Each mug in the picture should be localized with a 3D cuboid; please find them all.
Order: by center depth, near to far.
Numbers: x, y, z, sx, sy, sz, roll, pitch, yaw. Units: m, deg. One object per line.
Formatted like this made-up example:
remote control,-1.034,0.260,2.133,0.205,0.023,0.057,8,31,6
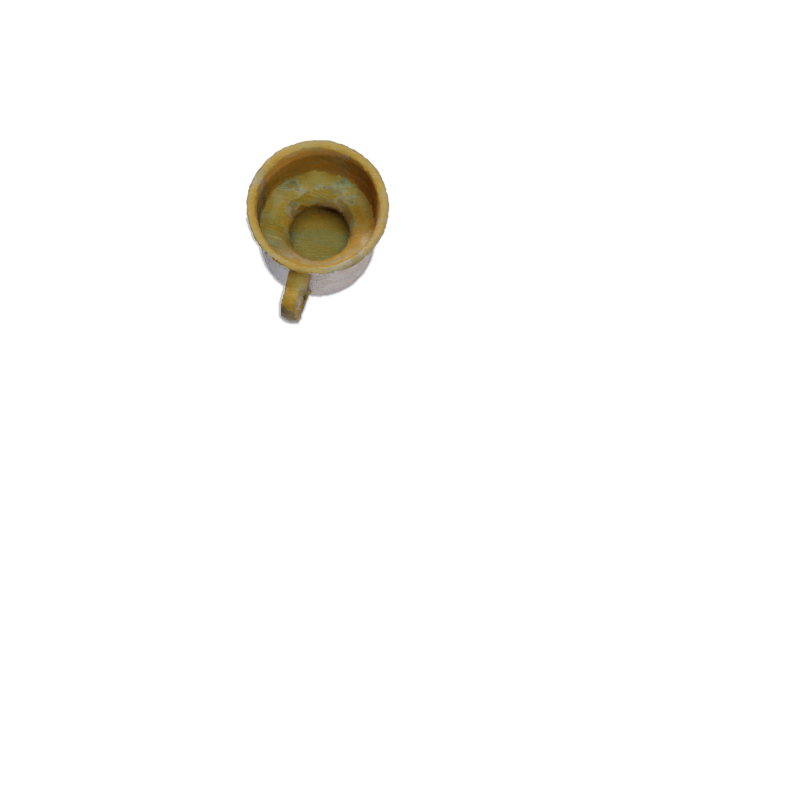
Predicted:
mug,-0.059,-0.108,0.754,0.094,0.121,0.079,12,-15,1
